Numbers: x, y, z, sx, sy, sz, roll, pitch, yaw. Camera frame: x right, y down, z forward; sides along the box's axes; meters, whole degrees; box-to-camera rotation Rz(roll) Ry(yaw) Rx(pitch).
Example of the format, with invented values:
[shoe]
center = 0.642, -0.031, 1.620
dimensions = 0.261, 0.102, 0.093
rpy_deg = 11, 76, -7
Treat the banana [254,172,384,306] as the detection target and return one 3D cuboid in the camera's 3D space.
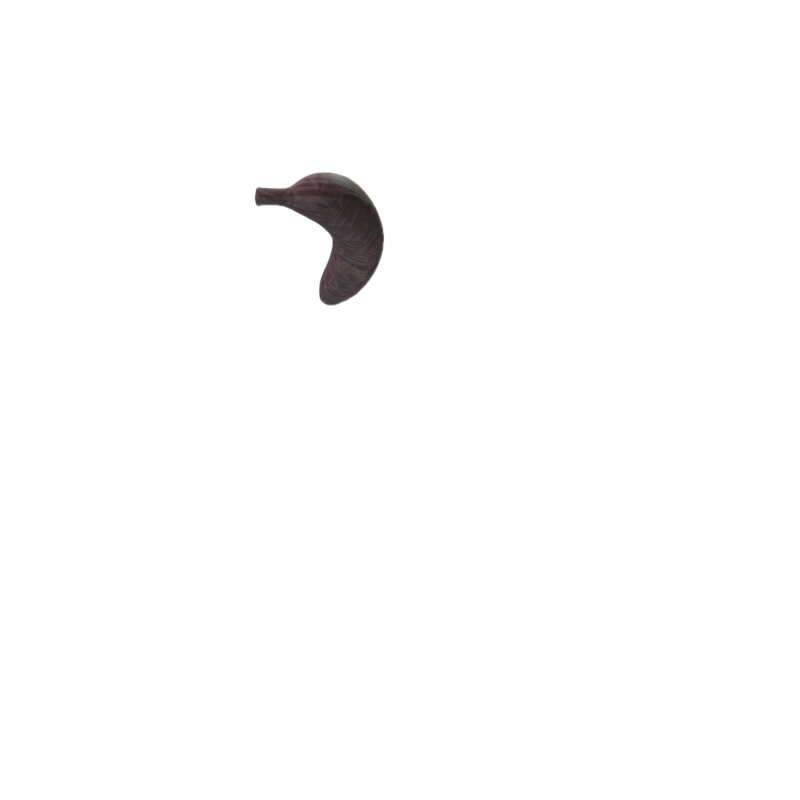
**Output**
[banana]
center = -0.045, -0.117, 0.795
dimensions = 0.070, 0.039, 0.186
rpy_deg = -4, -20, 10
